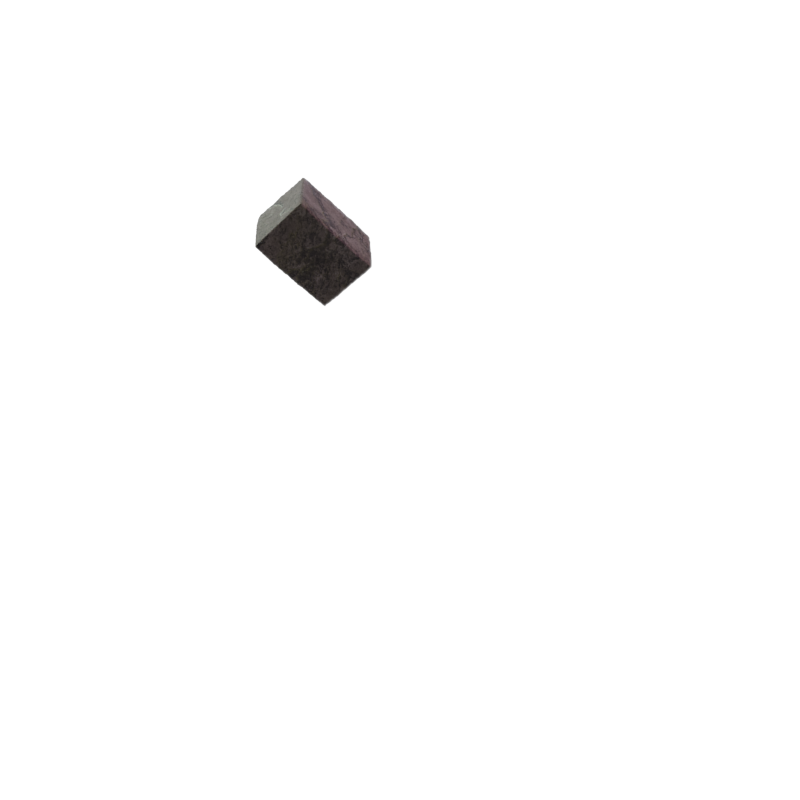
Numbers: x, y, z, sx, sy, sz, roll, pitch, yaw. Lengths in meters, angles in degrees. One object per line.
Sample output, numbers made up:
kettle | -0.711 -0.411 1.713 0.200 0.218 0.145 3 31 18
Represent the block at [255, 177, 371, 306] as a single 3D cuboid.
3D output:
block | -0.067 -0.123 0.859 0.052 0.074 0.054 -40 24 20
